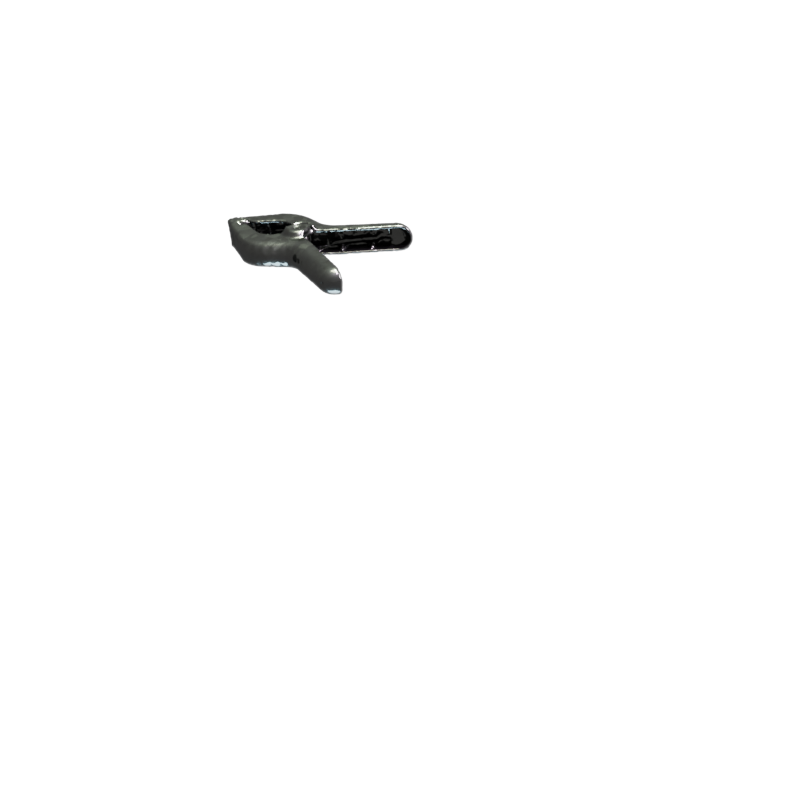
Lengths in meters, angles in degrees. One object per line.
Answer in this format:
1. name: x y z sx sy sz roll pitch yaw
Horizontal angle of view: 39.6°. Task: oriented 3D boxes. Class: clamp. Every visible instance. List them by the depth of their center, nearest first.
1. clamp: -0.078 -0.142 0.992 0.182 0.037 0.119 24 35 39
